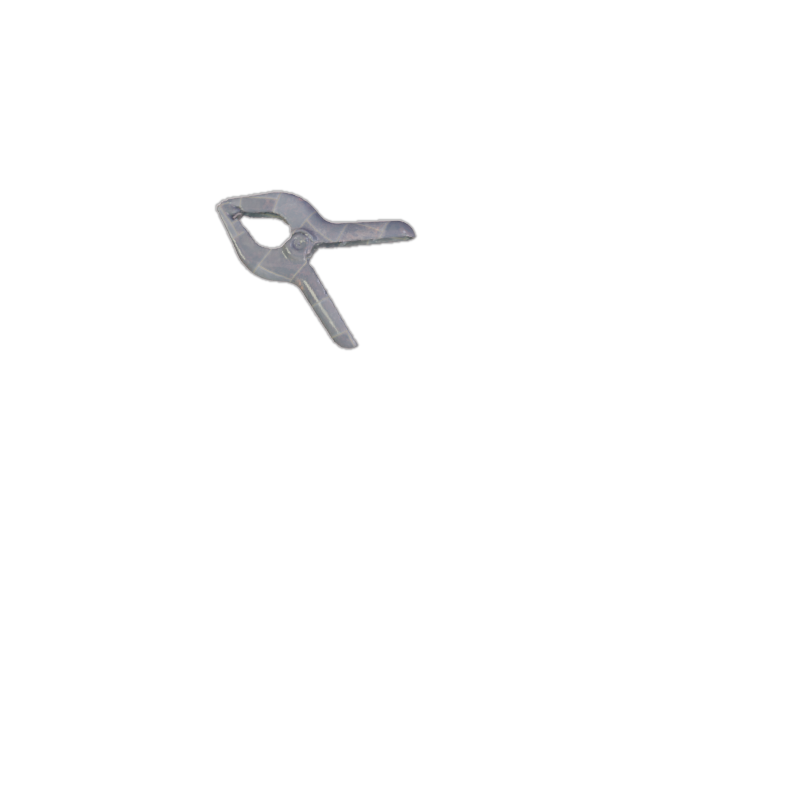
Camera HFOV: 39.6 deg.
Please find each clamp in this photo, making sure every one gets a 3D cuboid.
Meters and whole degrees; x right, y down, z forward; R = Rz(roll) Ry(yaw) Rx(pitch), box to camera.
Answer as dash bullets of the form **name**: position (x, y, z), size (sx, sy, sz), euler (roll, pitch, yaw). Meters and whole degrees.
- **clamp**: position (-0.075, -0.137, 0.963), size (0.176, 0.122, 0.038), euler (36, -13, 10)
